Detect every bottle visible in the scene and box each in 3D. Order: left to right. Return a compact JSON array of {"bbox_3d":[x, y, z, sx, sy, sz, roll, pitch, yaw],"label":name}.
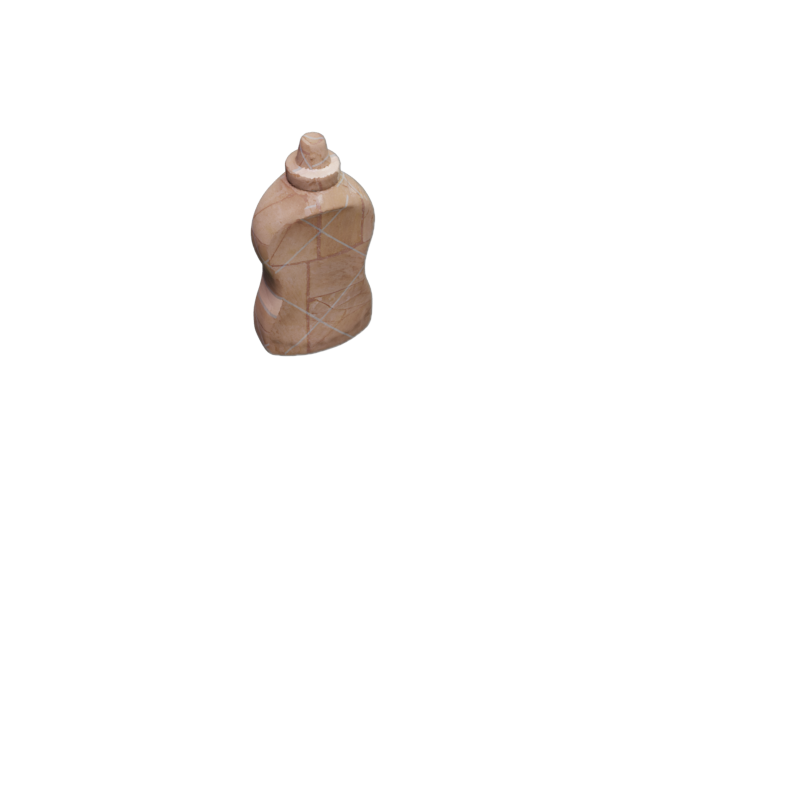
[{"bbox_3d":[-0.067,-0.122,0.853,0.095,0.179,0.063,-15,47,-18],"label":"bottle"}]
